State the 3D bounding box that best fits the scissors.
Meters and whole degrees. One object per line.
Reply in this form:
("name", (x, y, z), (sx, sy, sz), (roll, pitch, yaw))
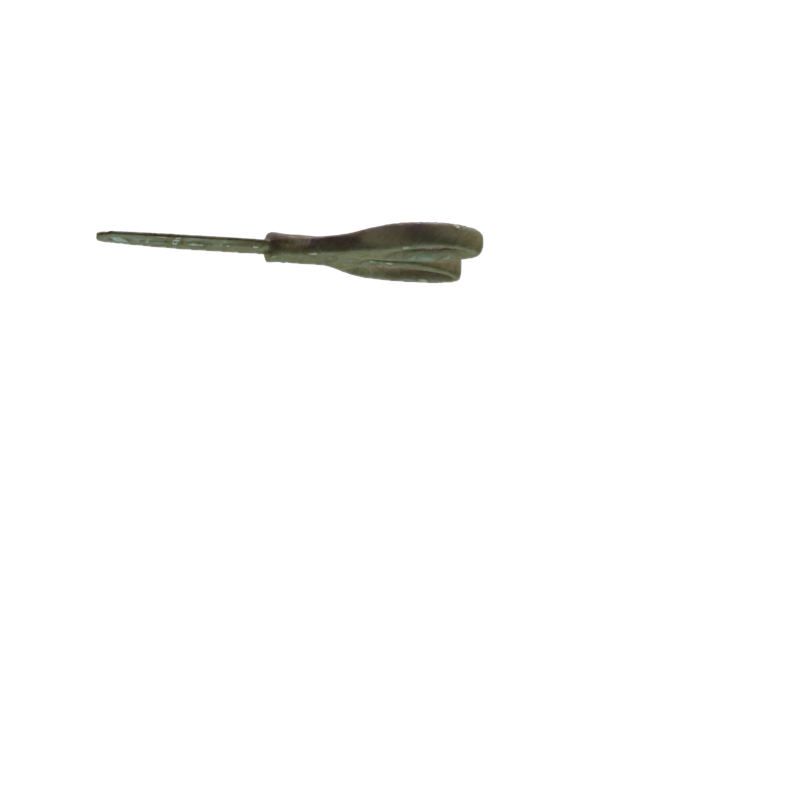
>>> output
("scissors", (-0.045, -0.081, 0.571), (0.194, 0.016, 0.097), (4, -8, -30))
